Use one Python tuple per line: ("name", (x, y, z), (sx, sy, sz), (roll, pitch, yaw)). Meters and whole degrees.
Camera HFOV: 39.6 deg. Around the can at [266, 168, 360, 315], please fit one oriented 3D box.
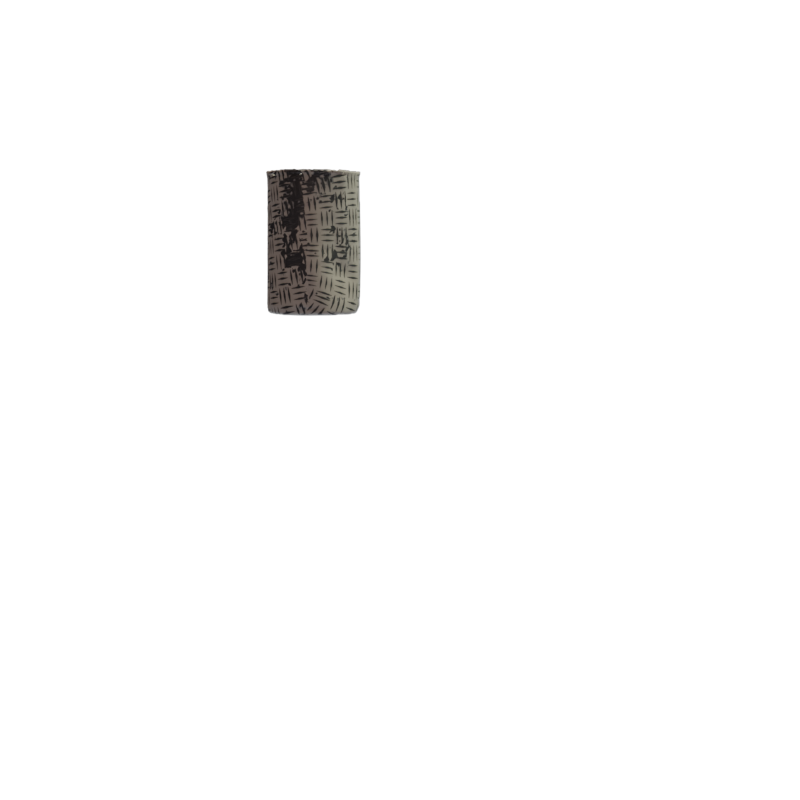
("can", (-0.063, -0.114, 0.801), (0.068, 0.102, 0.069), (0, 4, -2))
